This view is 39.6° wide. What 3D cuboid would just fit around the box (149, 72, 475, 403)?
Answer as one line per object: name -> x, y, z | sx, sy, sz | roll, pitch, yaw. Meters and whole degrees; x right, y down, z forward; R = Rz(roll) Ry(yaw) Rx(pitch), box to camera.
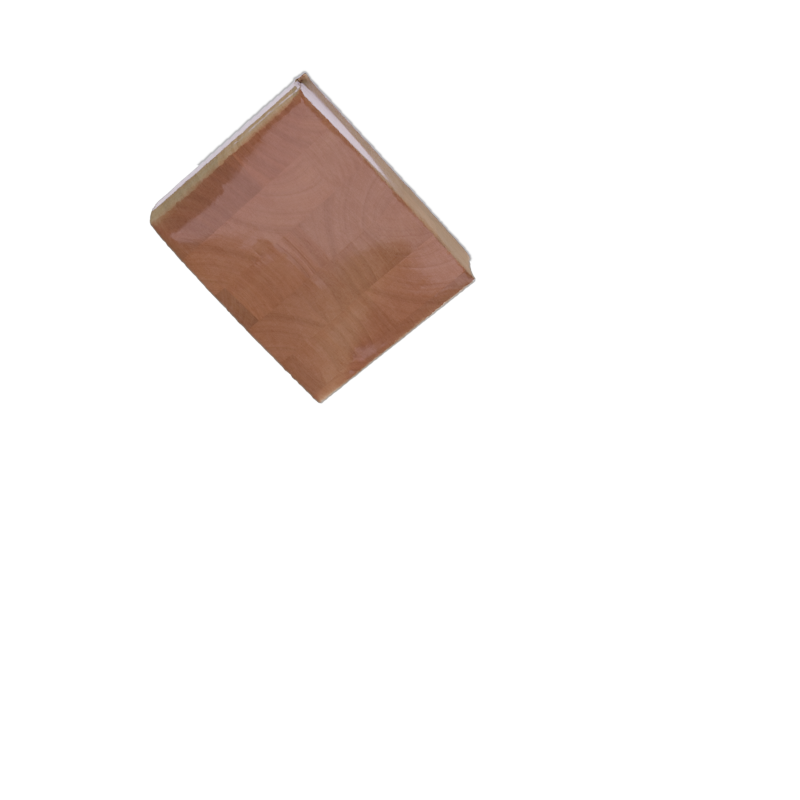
box -> -0.037, -0.068, 0.474 | 0.089, 0.109, 0.041 | -39, 17, 14
